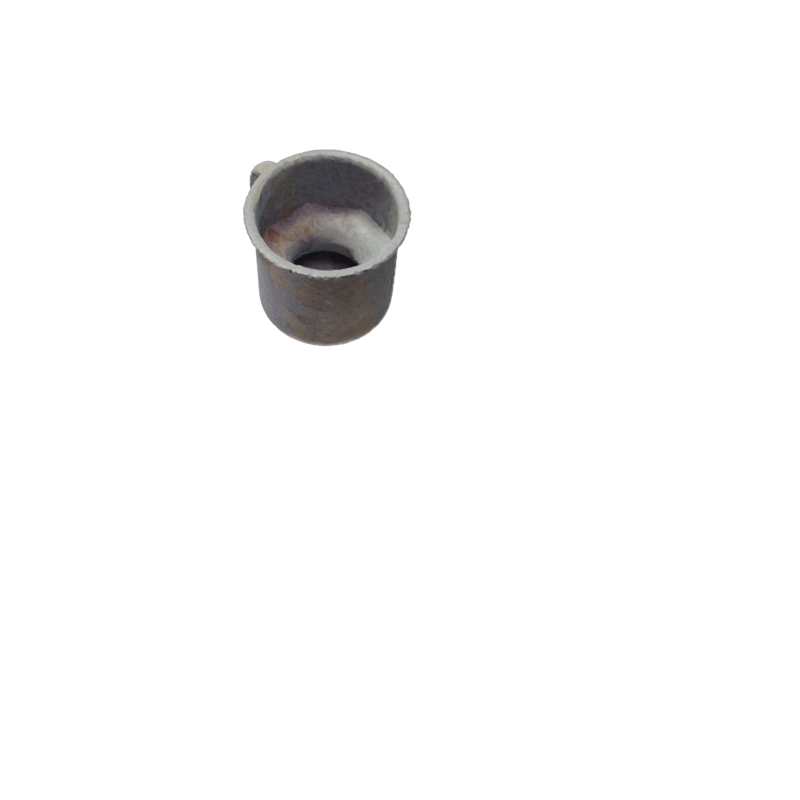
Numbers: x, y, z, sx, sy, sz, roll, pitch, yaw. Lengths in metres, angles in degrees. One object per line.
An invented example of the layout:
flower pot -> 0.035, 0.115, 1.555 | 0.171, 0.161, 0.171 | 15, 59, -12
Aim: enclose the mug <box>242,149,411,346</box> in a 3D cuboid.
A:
mug -> -0.051, -0.093, 0.651 | 0.094, 0.125, 0.076 | -35, -27, -22
